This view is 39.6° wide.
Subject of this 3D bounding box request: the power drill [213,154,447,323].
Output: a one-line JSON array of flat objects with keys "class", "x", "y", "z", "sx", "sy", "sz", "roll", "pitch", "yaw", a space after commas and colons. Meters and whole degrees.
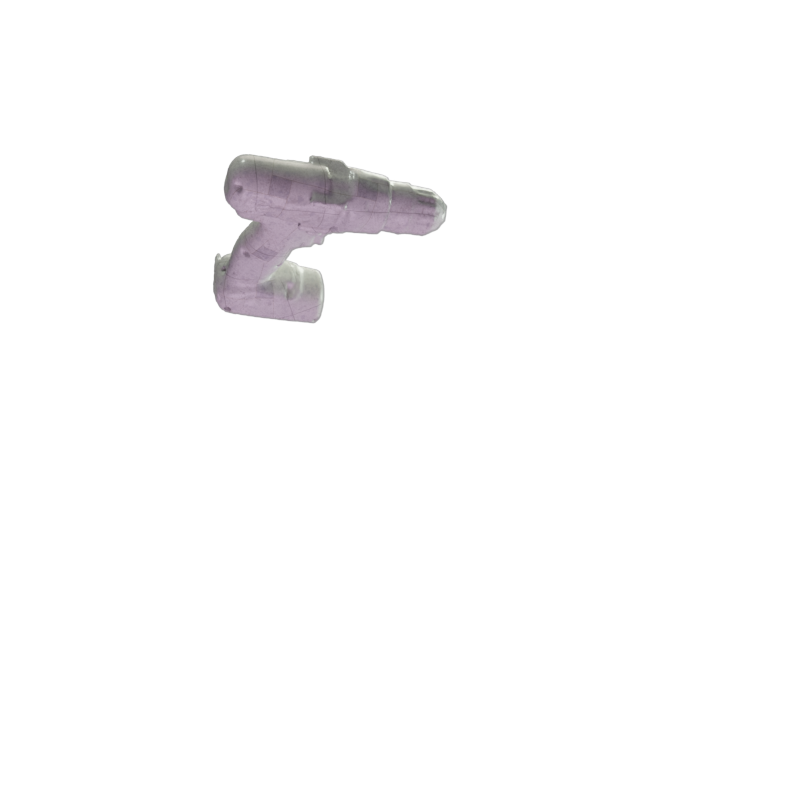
[{"class": "power drill", "x": -0.074, "y": -0.135, "z": 0.945, "sx": 0.180, "sy": 0.061, "sz": 0.180, "roll": 10, "pitch": -32, "yaw": -17}]
